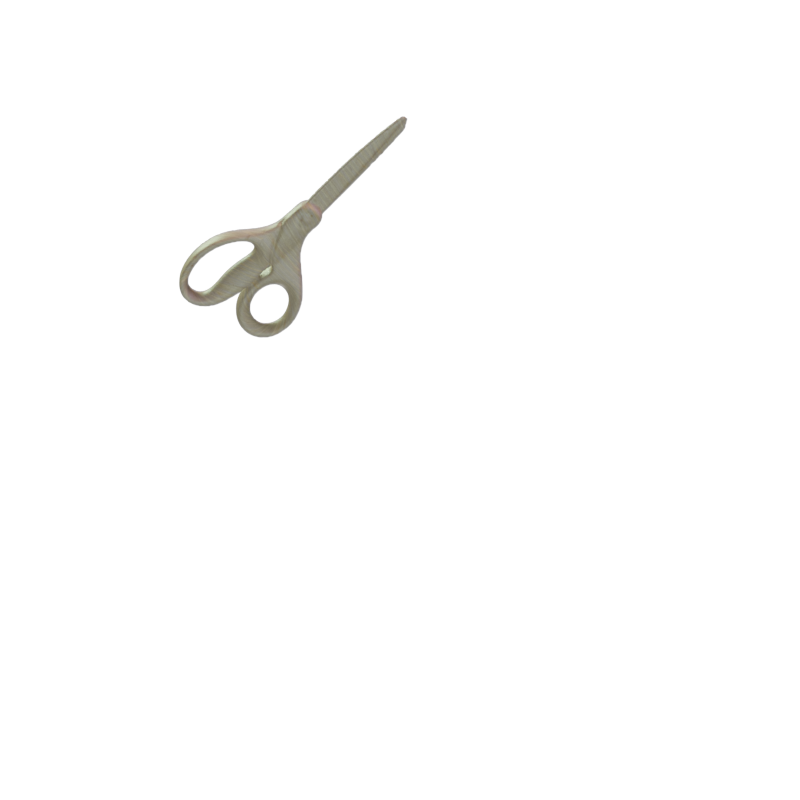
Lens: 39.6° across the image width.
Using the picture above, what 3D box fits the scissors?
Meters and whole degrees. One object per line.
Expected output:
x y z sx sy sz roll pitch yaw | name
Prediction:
-0.060 -0.110 0.771 0.202 0.090 0.017 -27 27 15 | scissors
